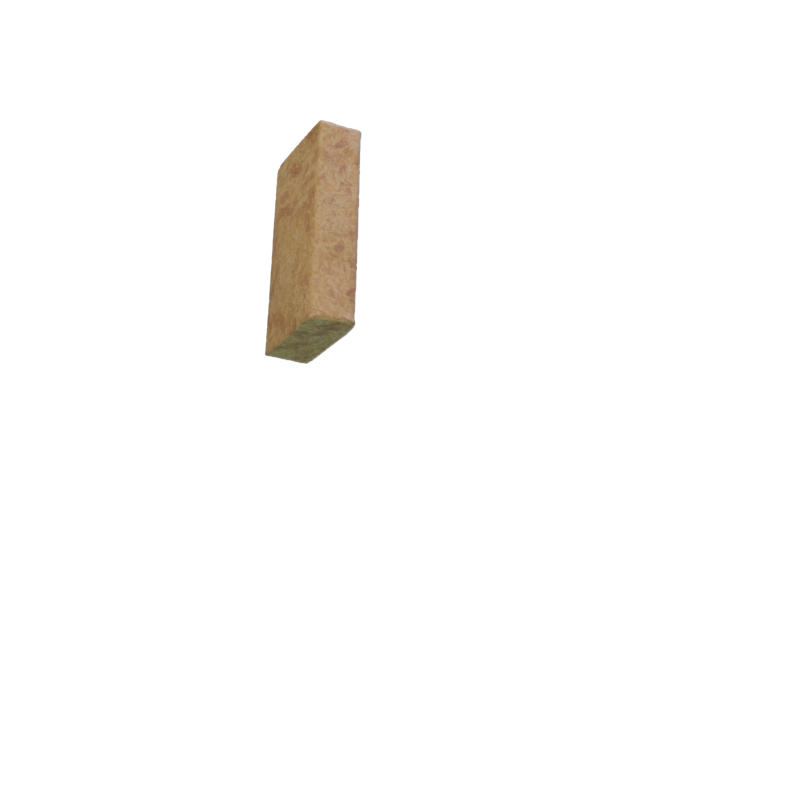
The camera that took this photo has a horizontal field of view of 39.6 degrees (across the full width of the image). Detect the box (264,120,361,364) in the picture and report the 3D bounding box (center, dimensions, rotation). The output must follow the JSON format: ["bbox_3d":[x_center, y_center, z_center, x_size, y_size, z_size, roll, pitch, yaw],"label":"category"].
[{"bbox_3d":[-0.071,-0.129,0.901,0.046,0.186,0.092,11,-27,-26],"label":"box"}]
